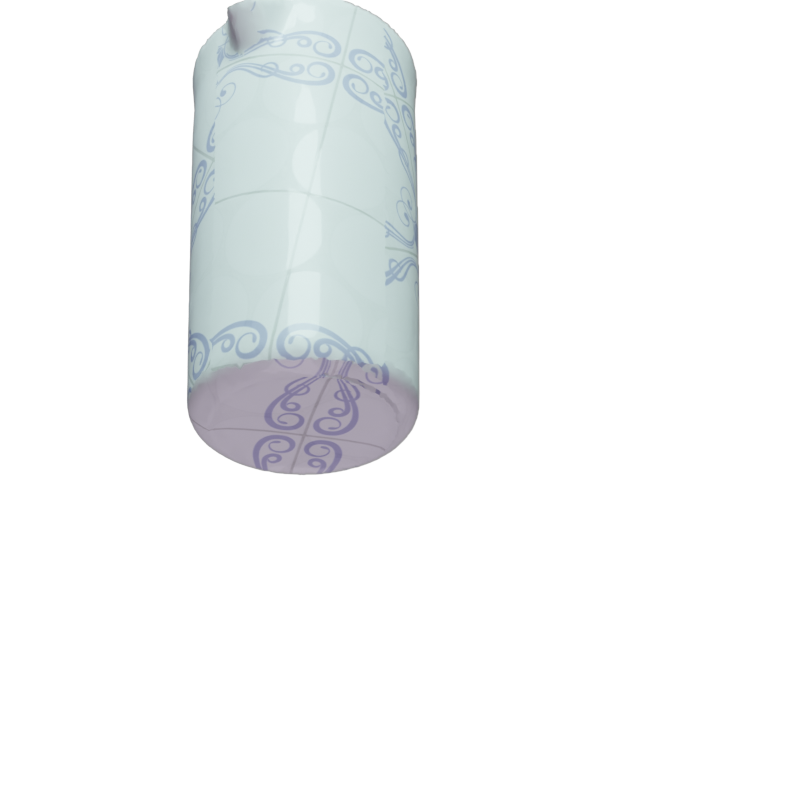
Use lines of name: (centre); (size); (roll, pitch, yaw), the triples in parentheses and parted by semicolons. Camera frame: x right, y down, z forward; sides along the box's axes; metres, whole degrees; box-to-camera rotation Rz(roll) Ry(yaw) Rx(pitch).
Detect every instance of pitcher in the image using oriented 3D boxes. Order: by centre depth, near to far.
pitcher: (-0.046, -0.085, 0.593); (0.144, 0.260, 0.140); (14, -40, -21)
